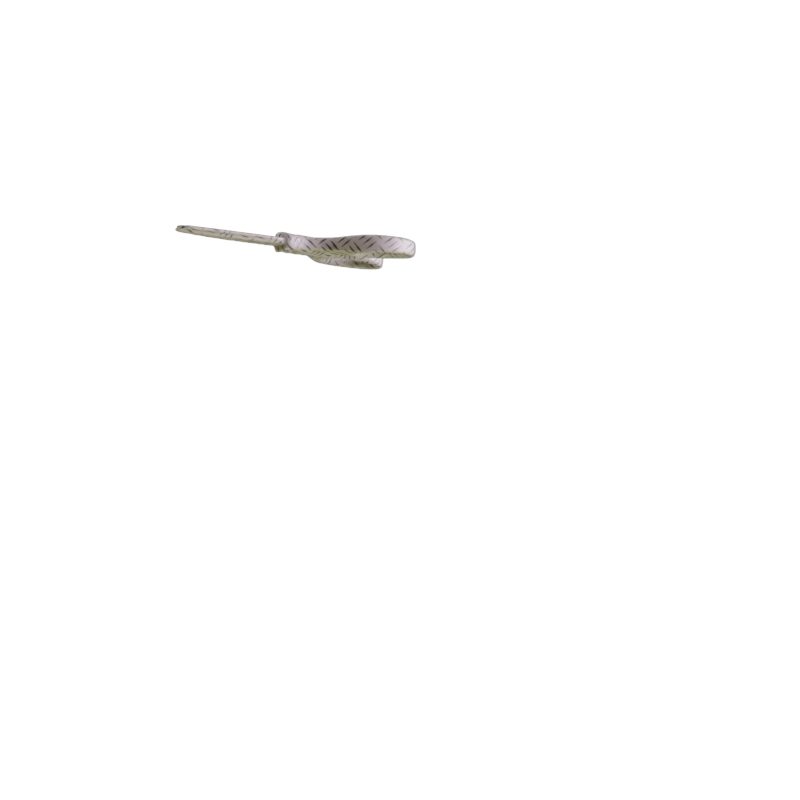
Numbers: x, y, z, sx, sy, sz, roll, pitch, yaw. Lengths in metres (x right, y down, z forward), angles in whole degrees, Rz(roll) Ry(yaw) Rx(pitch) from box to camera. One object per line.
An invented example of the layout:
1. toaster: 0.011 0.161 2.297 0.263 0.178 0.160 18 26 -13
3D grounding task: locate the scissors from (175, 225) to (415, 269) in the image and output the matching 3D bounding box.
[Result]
1. scissors: -0.066 -0.121 0.845 0.099 0.016 0.192 -2 -4 36
